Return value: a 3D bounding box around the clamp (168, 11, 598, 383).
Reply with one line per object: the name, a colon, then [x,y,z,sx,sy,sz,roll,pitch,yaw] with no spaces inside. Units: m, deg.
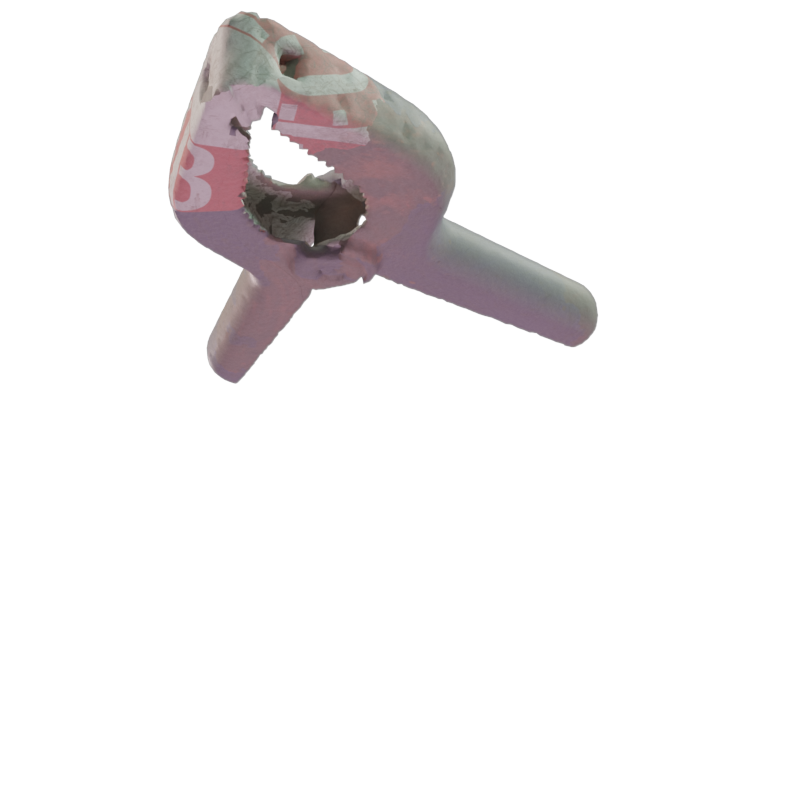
clamp: [-0.031,-0.057,0.397,0.167,0.039,0.195,-10,-26,20]
